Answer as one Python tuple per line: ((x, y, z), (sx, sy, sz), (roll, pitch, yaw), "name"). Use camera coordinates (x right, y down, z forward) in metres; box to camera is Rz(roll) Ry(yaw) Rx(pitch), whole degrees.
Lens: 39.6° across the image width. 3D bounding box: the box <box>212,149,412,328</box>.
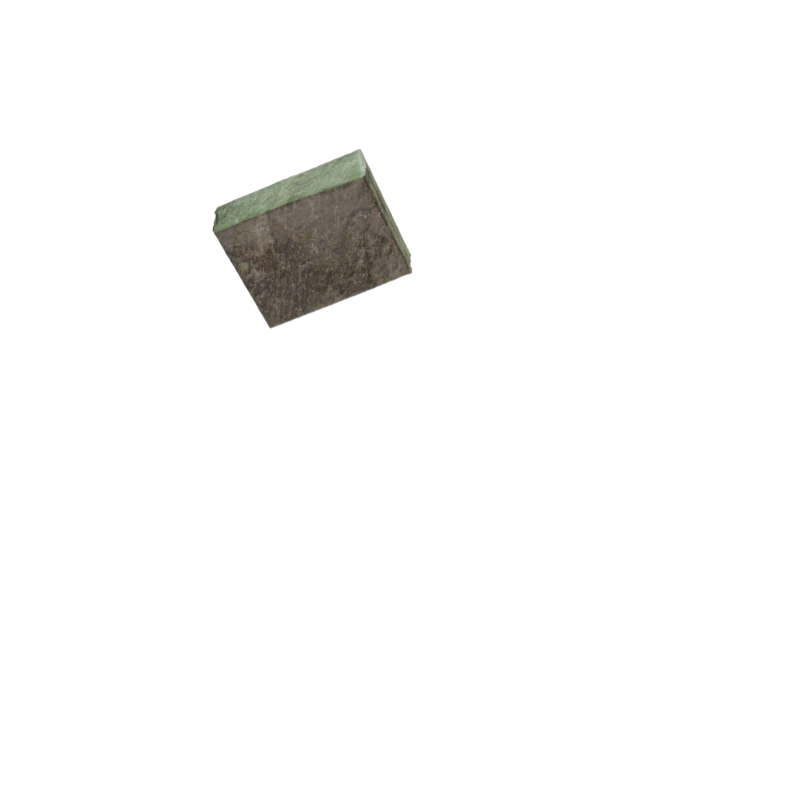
((-0.060, -0.109, 0.764), (0.114, 0.084, 0.042), (-19, 34, 13), "box")
